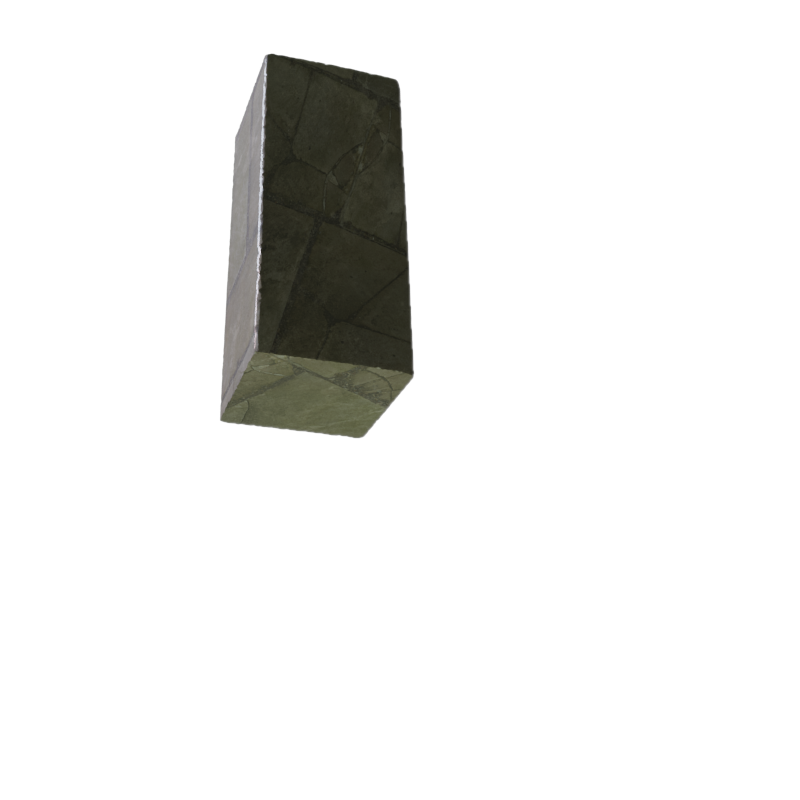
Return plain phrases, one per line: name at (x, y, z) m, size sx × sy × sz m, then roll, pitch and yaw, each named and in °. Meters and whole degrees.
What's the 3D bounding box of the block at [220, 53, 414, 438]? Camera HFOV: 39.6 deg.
block at (-0.051, -0.095, 0.664) m, size 0.088 × 0.220 × 0.087 m, roll 8°, pitch -32°, yaw -17°
